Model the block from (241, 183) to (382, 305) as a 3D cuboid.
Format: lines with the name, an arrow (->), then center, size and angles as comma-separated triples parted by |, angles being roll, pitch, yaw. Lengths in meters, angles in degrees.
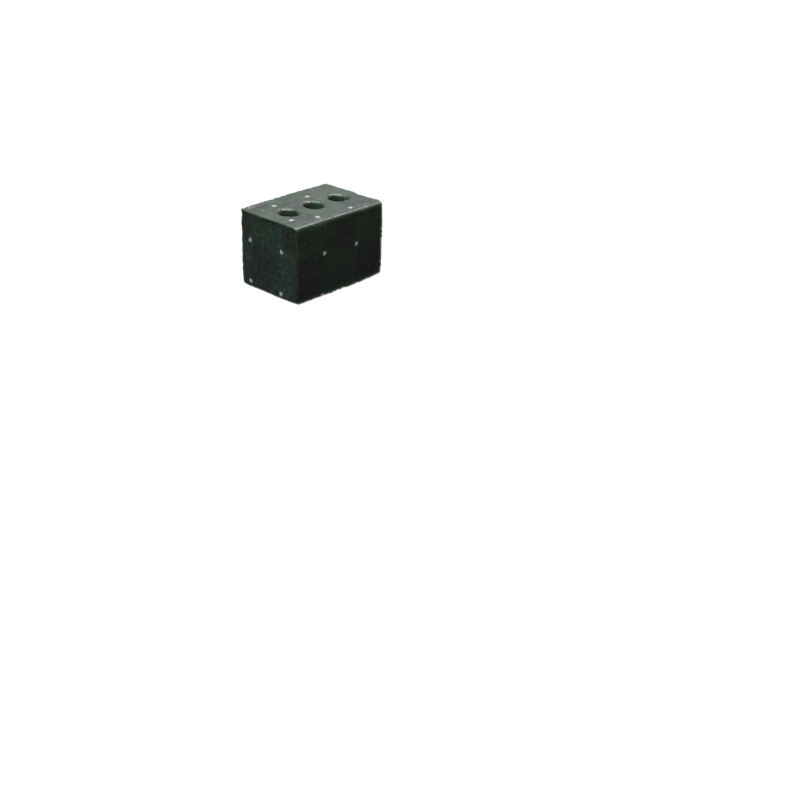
block -> -0.055, -0.101, 0.707 | 0.056, 0.049, 0.077 | 22, 33, 38
